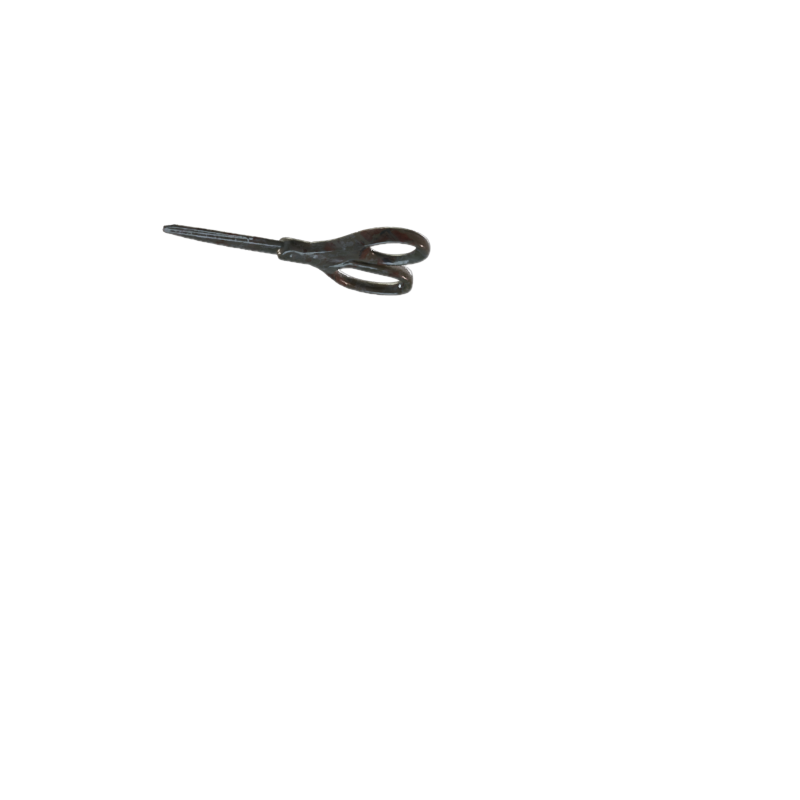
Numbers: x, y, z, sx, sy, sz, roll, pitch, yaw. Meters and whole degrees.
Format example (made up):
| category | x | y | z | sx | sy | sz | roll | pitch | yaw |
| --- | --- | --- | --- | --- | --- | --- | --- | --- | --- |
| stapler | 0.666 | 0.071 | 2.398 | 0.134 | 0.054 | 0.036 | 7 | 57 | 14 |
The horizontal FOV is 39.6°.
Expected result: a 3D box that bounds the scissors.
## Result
| category | x | y | z | sx | sy | sz | roll | pitch | yaw |
| --- | --- | --- | --- | --- | --- | --- | --- | --- | --- |
| scissors | -0.064 | -0.117 | 0.818 | 0.192 | 0.017 | 0.095 | 16 | -29 | -31 |
